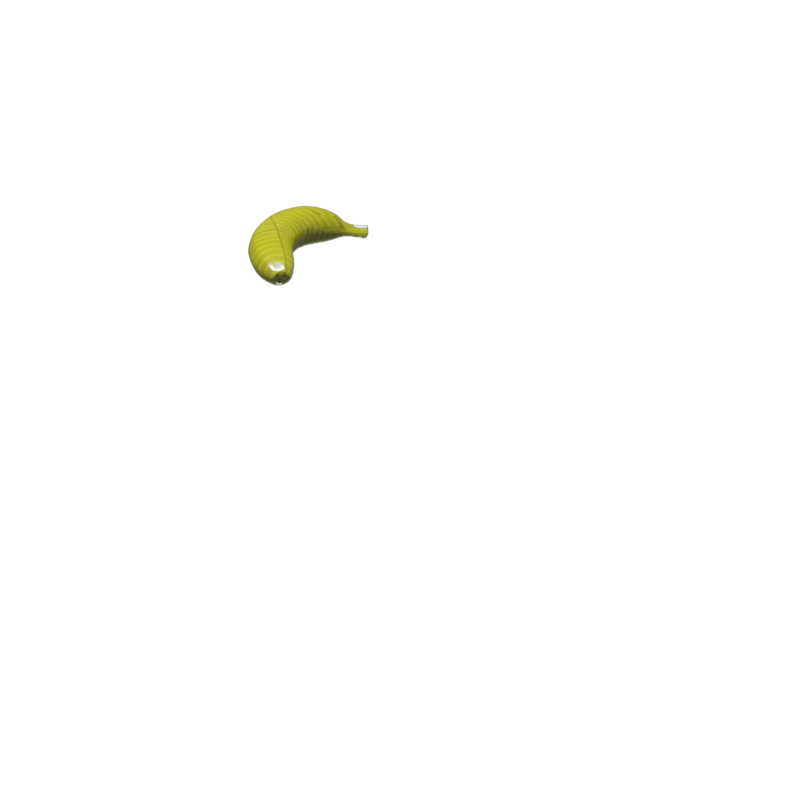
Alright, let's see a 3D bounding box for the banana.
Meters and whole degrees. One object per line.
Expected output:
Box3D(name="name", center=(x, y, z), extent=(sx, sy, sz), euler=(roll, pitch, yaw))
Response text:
Box3D(name="banana", center=(-0.089, -0.137, 0.941), extent=(0.072, 0.035, 0.200), euler=(7, 22, 17))
